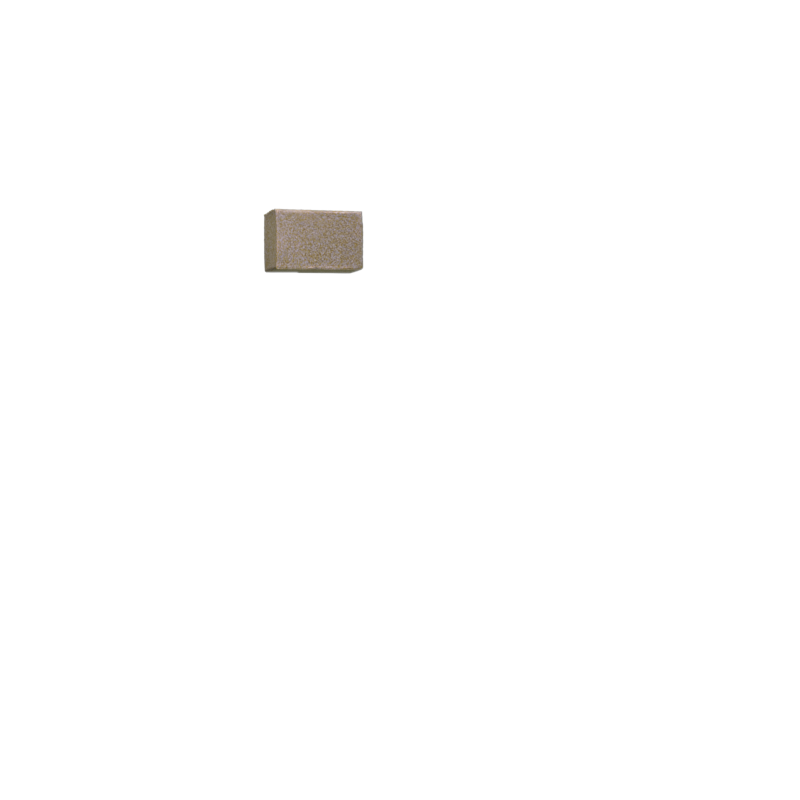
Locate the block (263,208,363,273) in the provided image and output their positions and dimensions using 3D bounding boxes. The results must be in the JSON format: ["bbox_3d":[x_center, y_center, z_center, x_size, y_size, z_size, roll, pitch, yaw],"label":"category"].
[{"bbox_3d":[-0.074,-0.136,0.949,0.076,0.052,0.053,0,-1,-15],"label":"block"}]
